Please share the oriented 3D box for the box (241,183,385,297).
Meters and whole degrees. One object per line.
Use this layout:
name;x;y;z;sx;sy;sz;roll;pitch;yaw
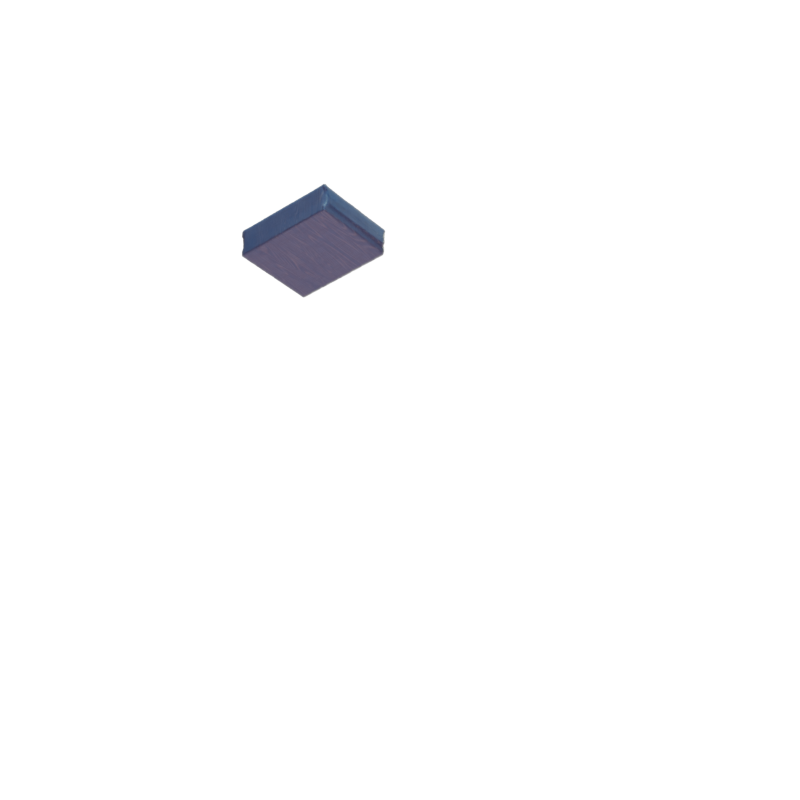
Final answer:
box;-0.068;-0.124;0.870;0.089;0.032;0.068;-26;-42;32
